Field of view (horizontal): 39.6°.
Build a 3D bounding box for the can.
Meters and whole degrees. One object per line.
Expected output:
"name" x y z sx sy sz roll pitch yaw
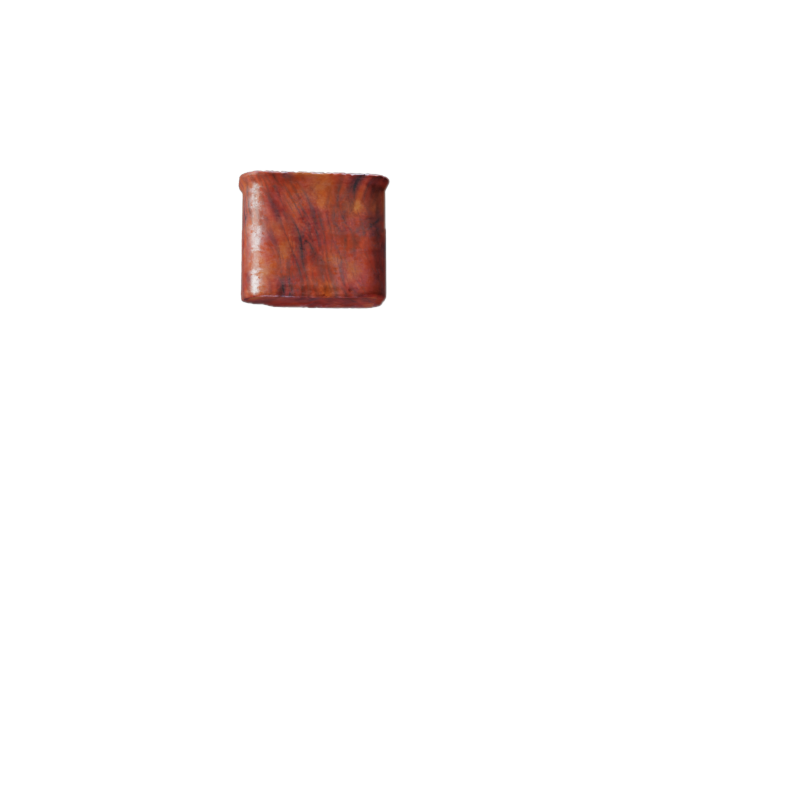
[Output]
"can" -0.059 -0.107 0.749 0.101 0.086 0.057 0 -9 -7
